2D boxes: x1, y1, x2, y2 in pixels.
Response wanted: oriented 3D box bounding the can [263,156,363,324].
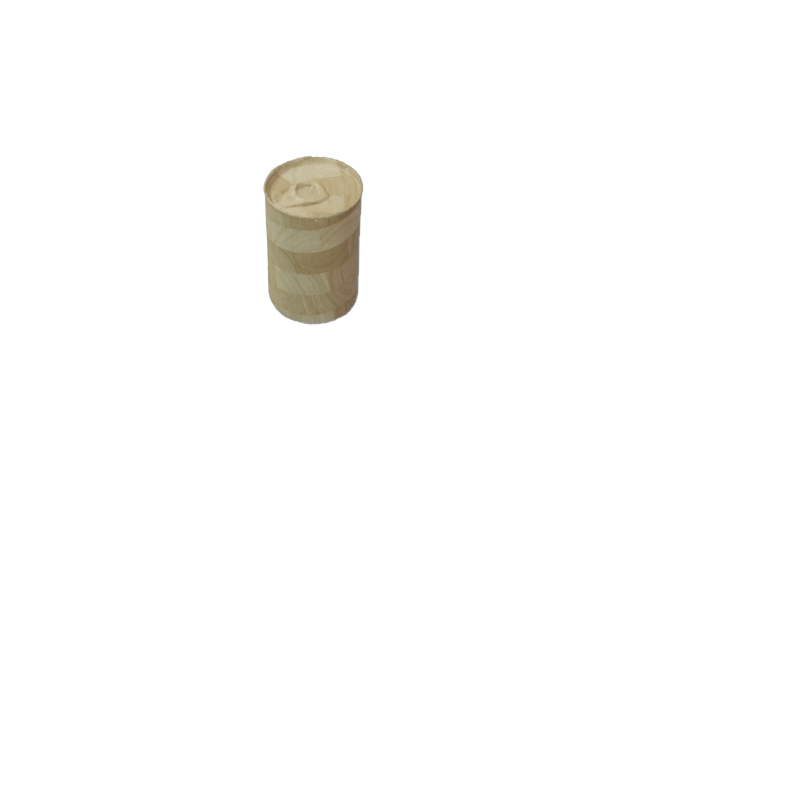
[{"bbox_3d":[-0.062,-0.112,0.786,0.068,0.074,0.095,0,-45,-3],"label":"can"}]
